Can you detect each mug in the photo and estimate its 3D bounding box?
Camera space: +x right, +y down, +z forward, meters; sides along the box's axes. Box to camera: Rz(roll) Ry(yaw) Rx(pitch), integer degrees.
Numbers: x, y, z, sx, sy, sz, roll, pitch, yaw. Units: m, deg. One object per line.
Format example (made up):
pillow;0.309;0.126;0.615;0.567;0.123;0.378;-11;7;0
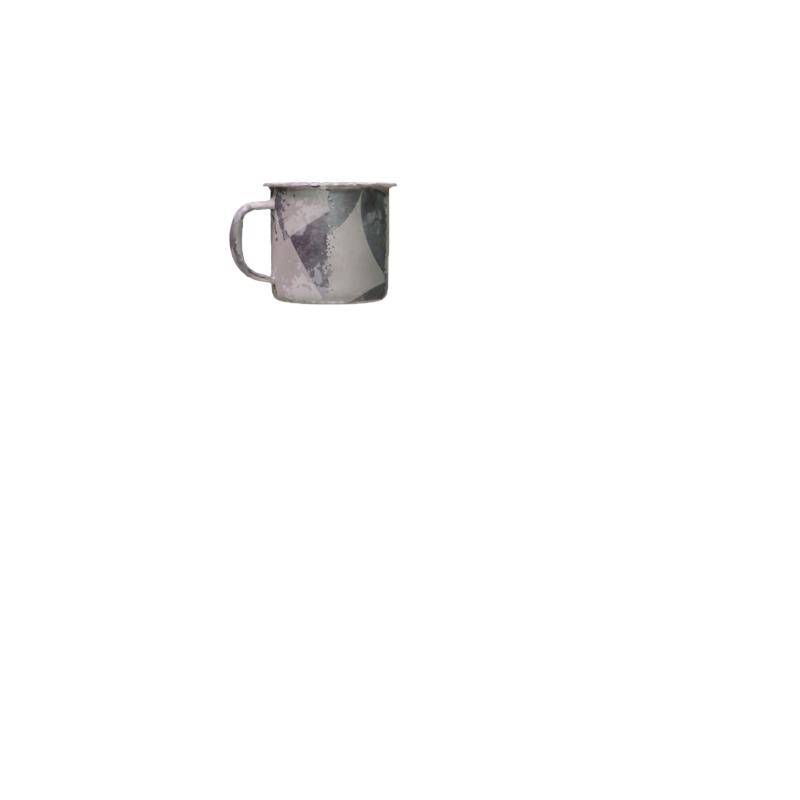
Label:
mug;-0.060;-0.109;0.766;0.114;0.081;0.097;-3;8;-19
